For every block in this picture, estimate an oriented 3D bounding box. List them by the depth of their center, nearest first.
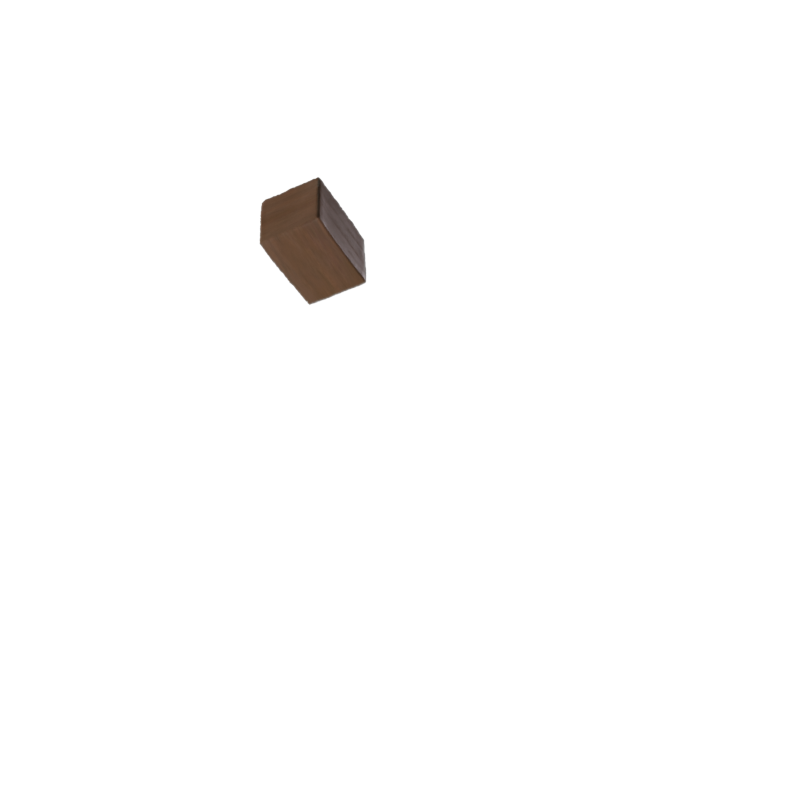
[{"bbox_3d":[-0.067,-0.122,0.854,0.053,0.055,0.072,-21,-47,19],"label":"block"}]
